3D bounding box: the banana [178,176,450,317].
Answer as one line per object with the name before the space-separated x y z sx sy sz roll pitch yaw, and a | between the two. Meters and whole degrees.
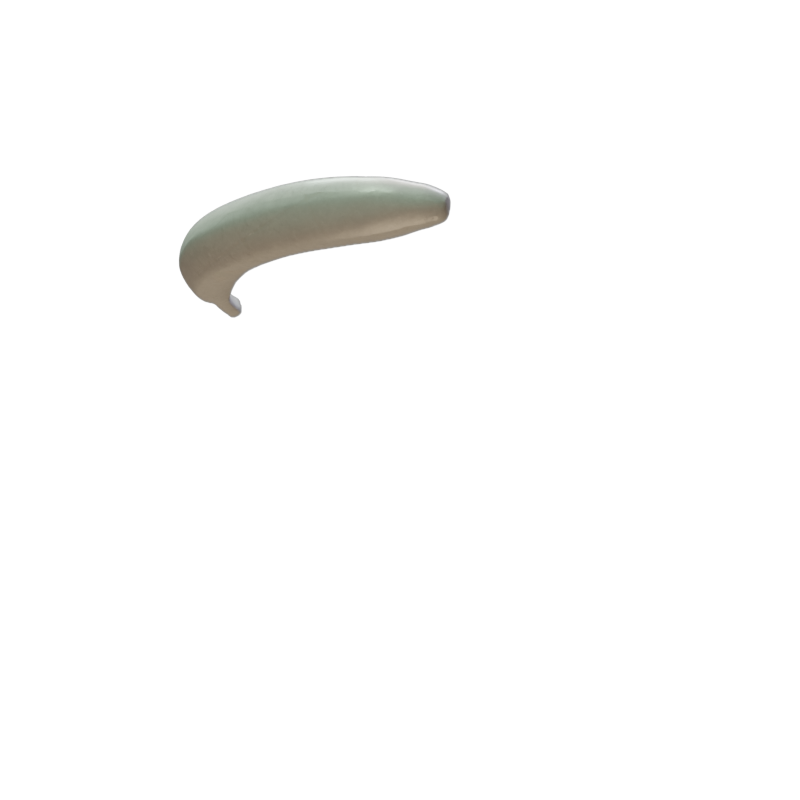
banana | -0.062 -0.085 0.575 0.066 0.038 0.200 10 -15 -38
